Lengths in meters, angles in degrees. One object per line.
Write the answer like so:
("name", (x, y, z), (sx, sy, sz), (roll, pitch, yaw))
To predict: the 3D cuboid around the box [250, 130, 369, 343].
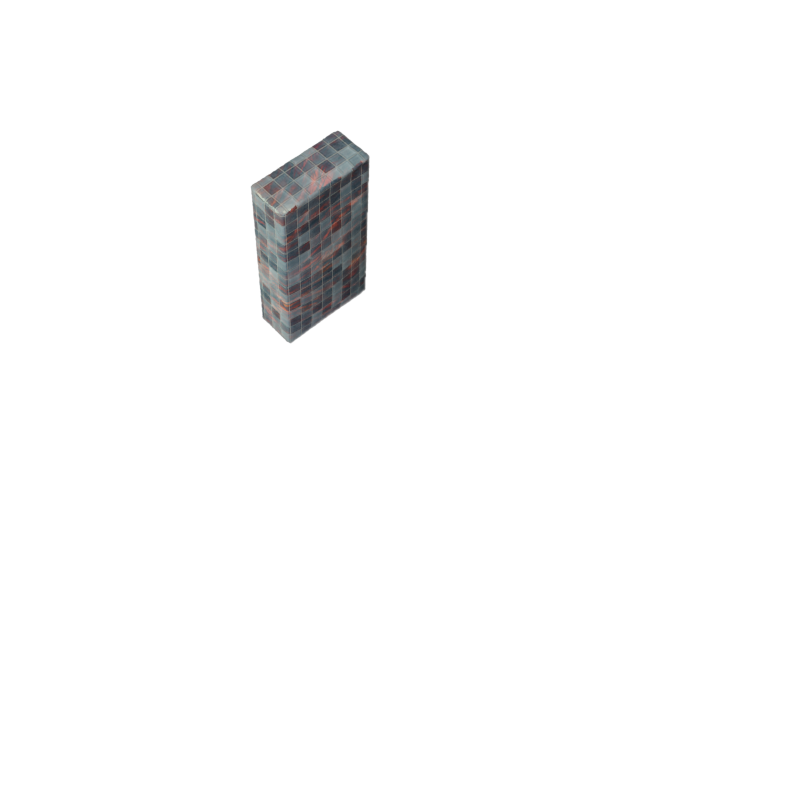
("box", (-0.072, -0.131, 0.919), (0.094, 0.051, 0.165), (-38, -22, -23))
